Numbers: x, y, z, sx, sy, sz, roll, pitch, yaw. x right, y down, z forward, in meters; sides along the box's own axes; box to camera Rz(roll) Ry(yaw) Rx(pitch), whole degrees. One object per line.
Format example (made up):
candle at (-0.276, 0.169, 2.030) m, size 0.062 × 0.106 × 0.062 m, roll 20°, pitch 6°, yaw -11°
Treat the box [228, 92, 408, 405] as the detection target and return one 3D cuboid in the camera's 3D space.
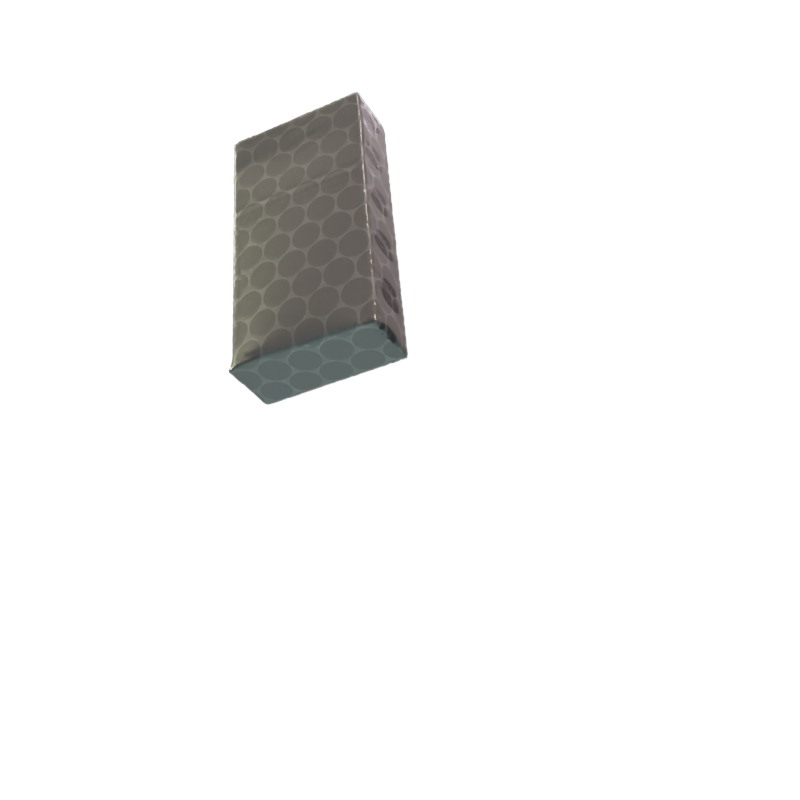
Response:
box at (-0.051, -0.093, 0.650) m, size 0.094 × 0.189 × 0.044 m, roll -19°, pitch -41°, yaw 20°
